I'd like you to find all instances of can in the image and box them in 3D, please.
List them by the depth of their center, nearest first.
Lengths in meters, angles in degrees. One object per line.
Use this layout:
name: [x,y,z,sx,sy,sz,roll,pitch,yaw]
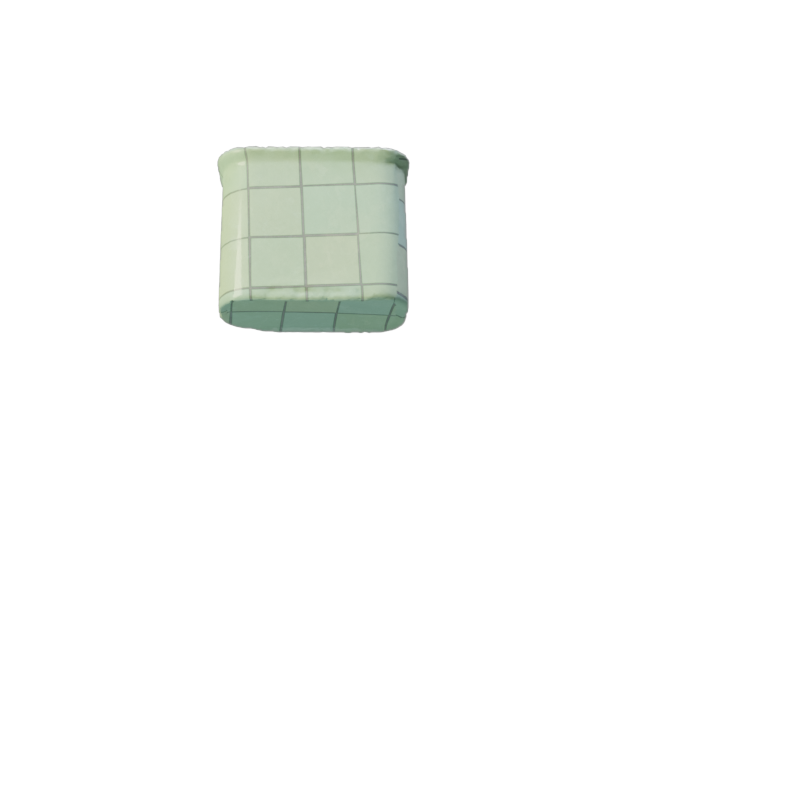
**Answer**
can: [-0.045,-0.083,0.580,0.102,0.088,0.055,0,-21,-2]
